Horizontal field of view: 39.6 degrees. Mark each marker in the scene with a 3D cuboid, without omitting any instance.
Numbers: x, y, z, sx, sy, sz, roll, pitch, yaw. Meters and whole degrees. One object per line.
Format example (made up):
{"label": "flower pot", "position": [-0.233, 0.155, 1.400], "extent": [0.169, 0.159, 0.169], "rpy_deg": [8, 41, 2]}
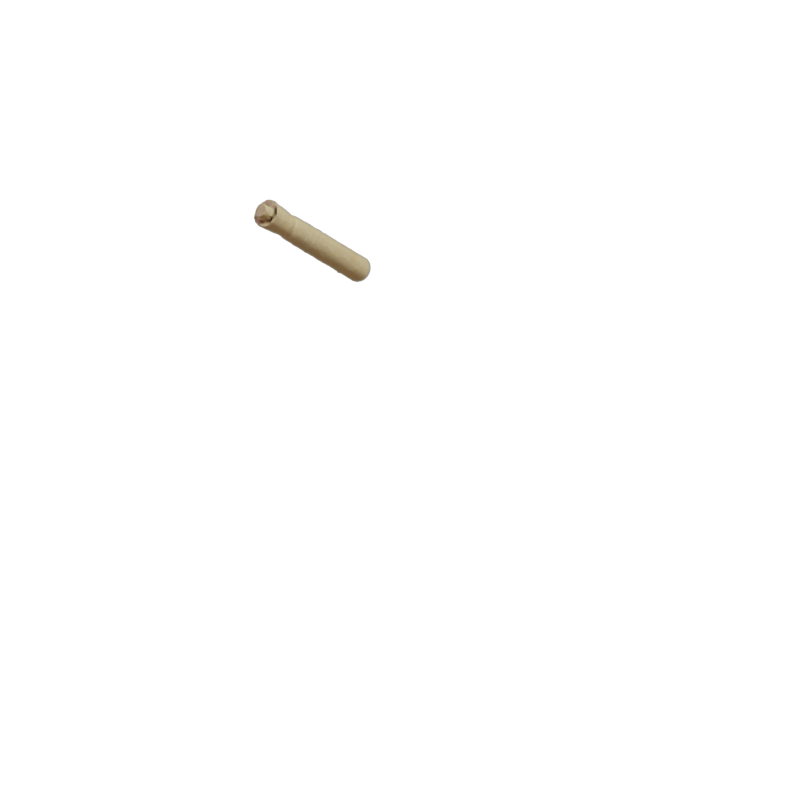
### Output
{"label": "marker", "position": [-0.058, -0.107, 0.746], "extent": [0.020, 0.020, 0.113], "rpy_deg": [3, -12, 34]}
